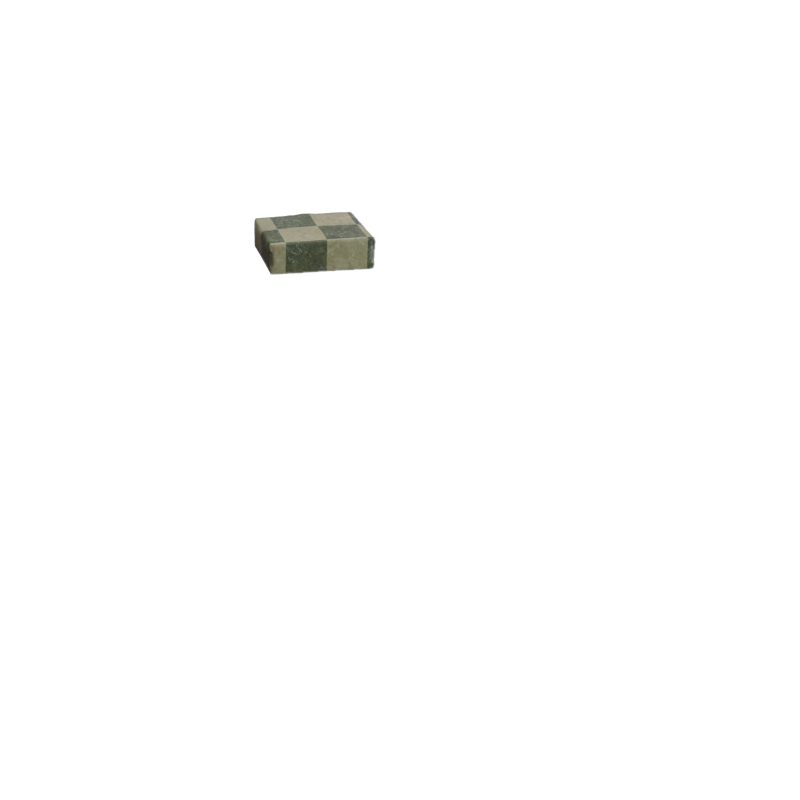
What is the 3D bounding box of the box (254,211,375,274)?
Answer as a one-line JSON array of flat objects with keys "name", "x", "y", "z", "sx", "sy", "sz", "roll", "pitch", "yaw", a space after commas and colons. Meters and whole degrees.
[{"name": "box", "x": -0.072, "y": -0.132, "z": 0.925, "sx": 0.088, "sy": 0.029, "sz": 0.078, "roll": -6, "pitch": 26, "yaw": -13}]
